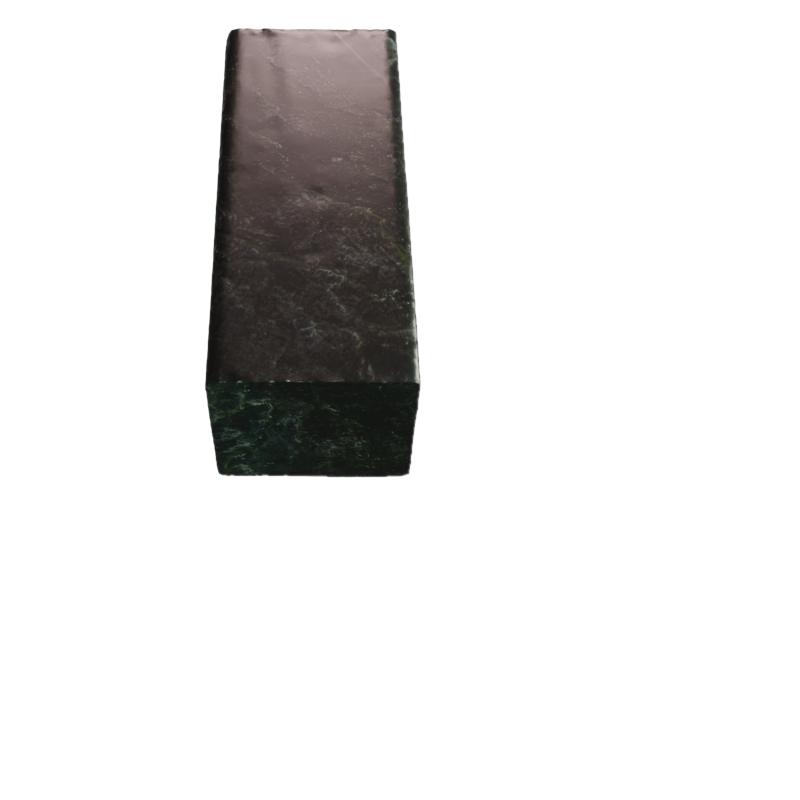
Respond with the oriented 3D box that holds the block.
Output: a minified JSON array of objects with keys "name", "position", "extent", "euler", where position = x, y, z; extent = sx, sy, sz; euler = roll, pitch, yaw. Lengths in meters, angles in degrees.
[{"name":"block","position":[-0.043,-0.077,0.539],"extent":[0.090,0.220,0.085],"euler":[-1,-34,-3]}]
